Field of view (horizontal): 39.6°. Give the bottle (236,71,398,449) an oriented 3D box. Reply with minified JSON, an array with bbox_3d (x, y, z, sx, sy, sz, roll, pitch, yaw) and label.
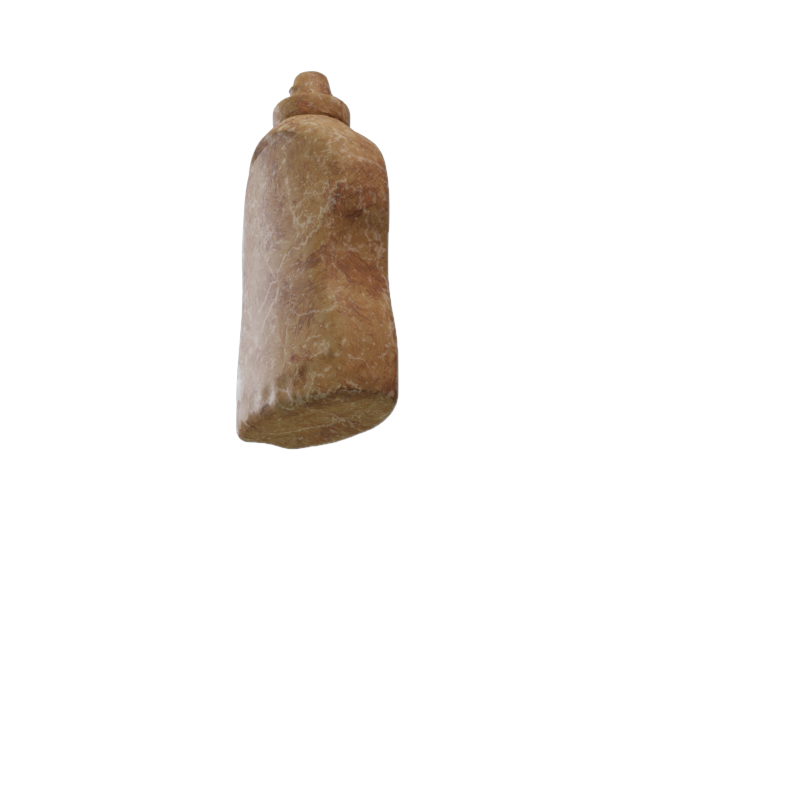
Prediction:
[{"bbox_3d":[-0.044,-0.079,0.554,0.056,0.202,0.096,14,-27,-32],"label":"bottle"}]
